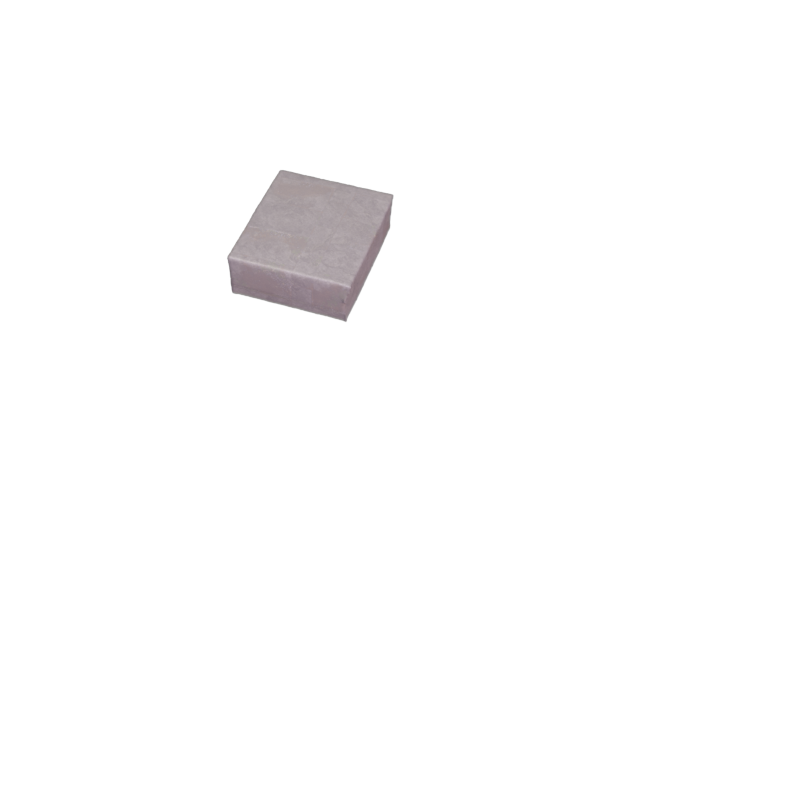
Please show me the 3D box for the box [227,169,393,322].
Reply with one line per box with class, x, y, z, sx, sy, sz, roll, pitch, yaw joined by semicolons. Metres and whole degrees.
box;-0.063;-0.114;0.798;0.092;0.036;0.119;12;47;11
